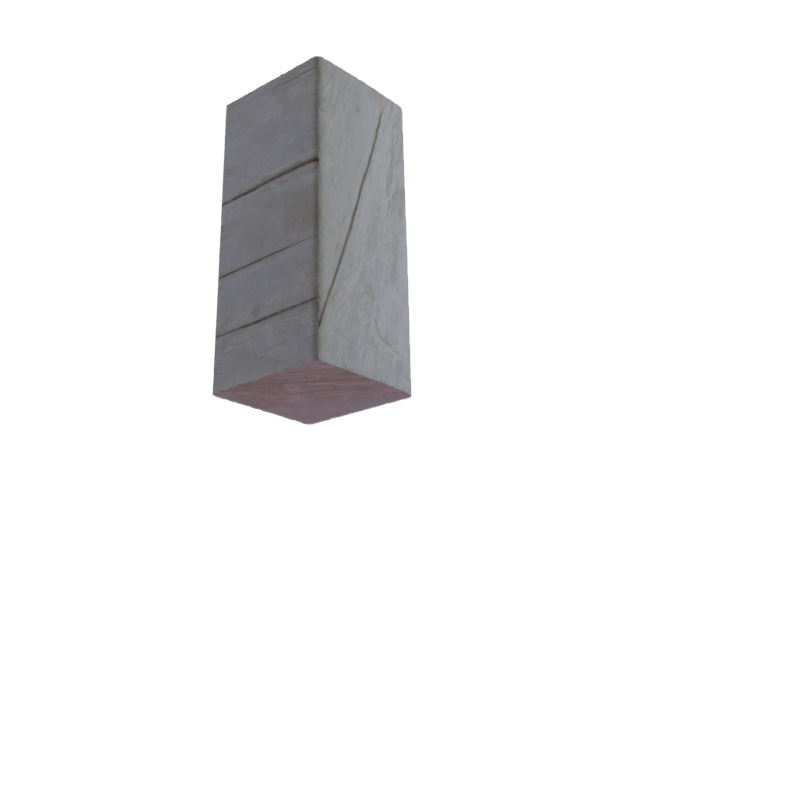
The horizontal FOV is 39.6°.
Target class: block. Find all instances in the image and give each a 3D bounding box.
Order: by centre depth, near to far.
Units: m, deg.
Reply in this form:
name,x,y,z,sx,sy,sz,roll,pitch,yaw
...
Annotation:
name,x,y,z,sx,sy,sz,roll,pitch,yaw
block,-0.055,-0.102,0.713,0.092,0.218,0.084,-21,-30,36
